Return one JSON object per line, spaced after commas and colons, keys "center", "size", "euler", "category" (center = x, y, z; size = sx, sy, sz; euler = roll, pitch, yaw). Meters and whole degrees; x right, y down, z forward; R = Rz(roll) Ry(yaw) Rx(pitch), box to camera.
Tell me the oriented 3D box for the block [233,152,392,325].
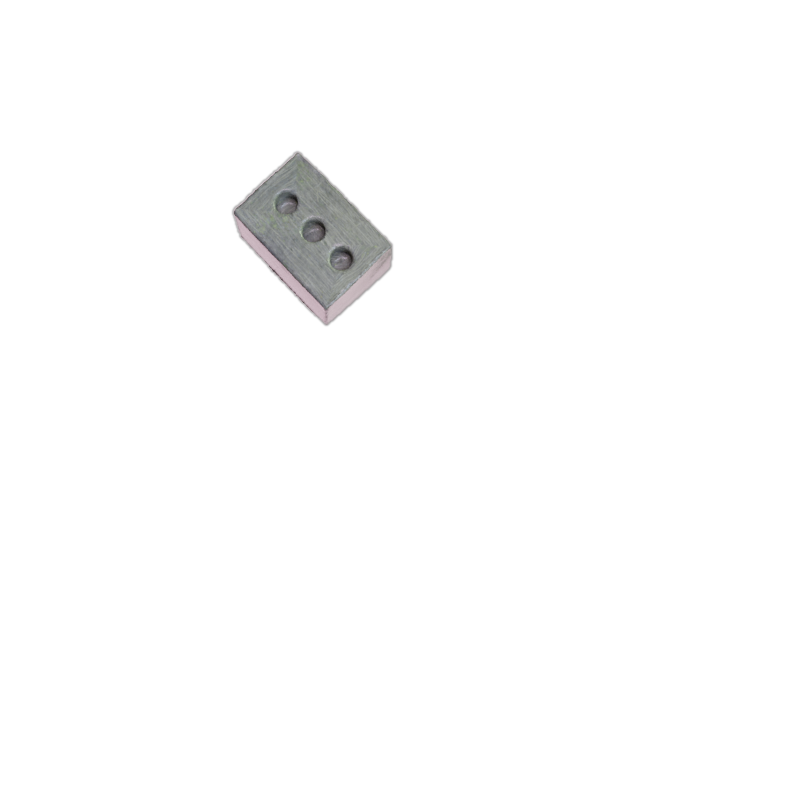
{"center": [-0.049, -0.090, 0.629], "size": [0.053, 0.080, 0.050], "euler": [-44, -8, -9], "category": "block"}
